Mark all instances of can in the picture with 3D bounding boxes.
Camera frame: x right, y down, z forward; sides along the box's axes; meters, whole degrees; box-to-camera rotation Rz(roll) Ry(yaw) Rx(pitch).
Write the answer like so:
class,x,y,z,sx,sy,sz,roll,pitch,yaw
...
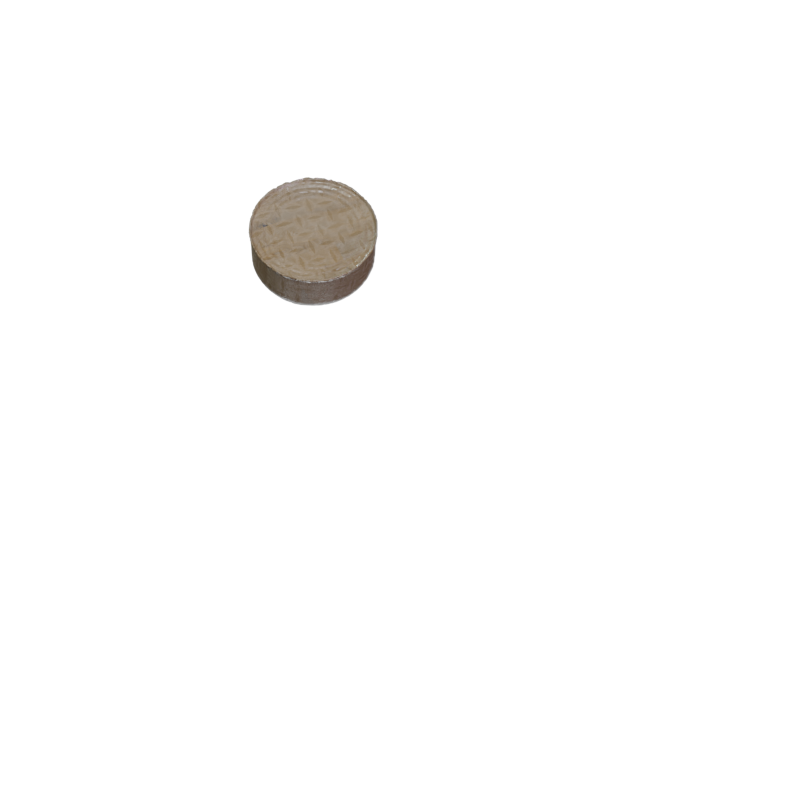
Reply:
class,x,y,z,sx,sy,sz,roll,pitch,yaw
can,-0.059,-0.107,0.748,0.086,0.092,0.031,-1,-33,-1
